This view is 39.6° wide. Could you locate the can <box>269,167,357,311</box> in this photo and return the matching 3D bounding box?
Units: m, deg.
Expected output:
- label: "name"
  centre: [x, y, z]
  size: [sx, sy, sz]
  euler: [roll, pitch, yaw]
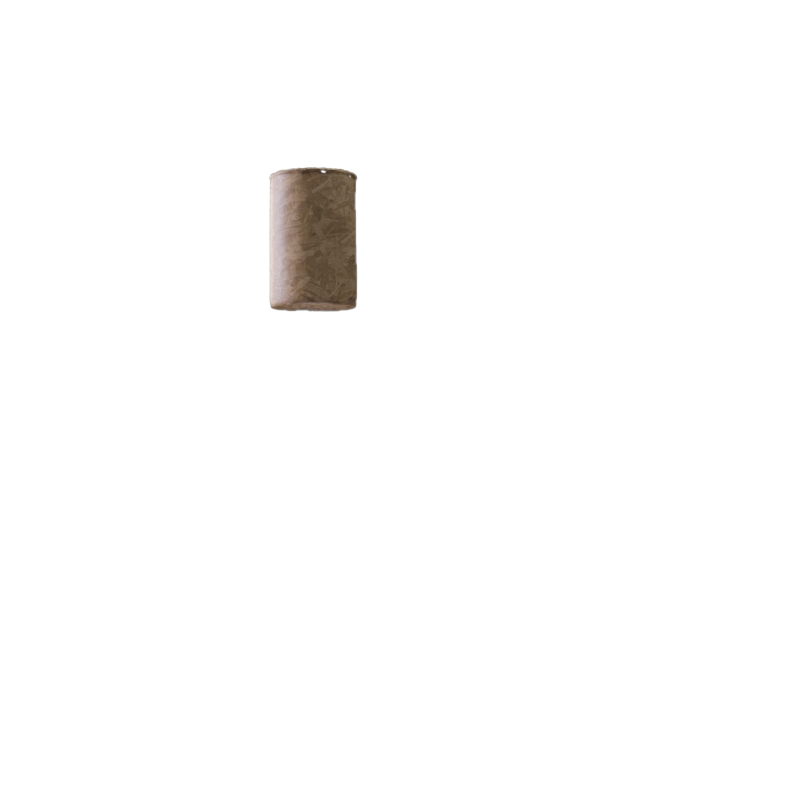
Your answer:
- label: "can"
  centre: [-0.066, -0.121, 0.847]
  size: [0.068, 0.104, 0.067]
  euler: [0, -6, -2]
